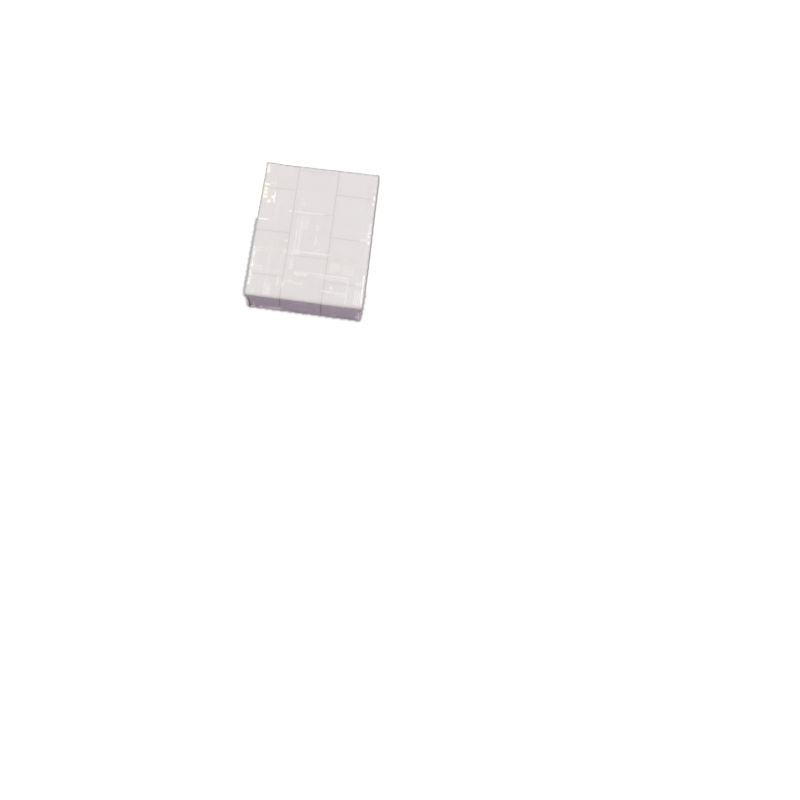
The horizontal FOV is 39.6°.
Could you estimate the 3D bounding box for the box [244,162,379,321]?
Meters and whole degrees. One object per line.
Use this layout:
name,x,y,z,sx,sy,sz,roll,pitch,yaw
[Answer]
box,-0.067,-0.122,0.854,0.090,0.119,0.037,7,-21,2
